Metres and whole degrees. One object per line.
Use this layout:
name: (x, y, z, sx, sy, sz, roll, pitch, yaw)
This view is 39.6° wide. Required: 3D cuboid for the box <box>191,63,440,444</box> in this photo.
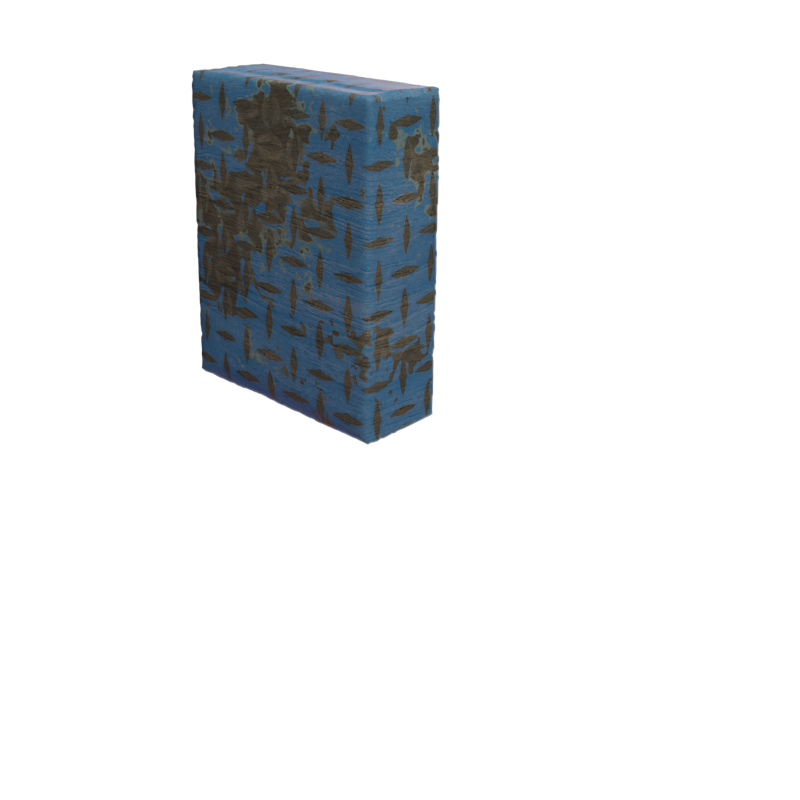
box: (-0.056, -0.102, 0.716, 0.174, 0.205, 0.070, 19, 25, 41)
